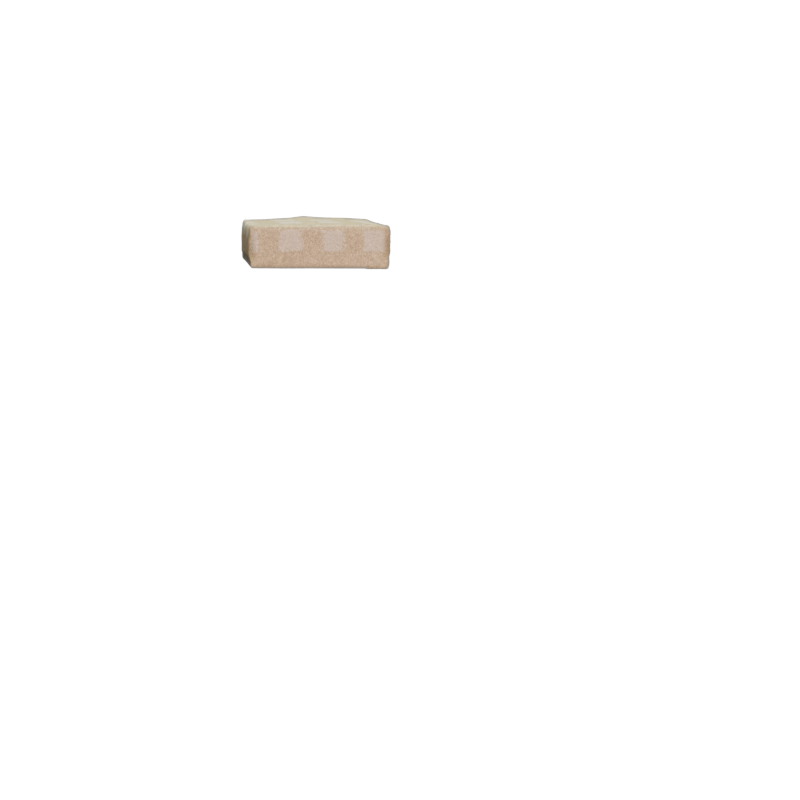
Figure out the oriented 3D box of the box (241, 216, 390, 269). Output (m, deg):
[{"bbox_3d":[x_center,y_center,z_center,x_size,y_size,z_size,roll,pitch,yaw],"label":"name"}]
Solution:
[{"bbox_3d":[-0.056,-0.102,0.717,0.088,0.030,0.075,-2,11,-9],"label":"box"}]
